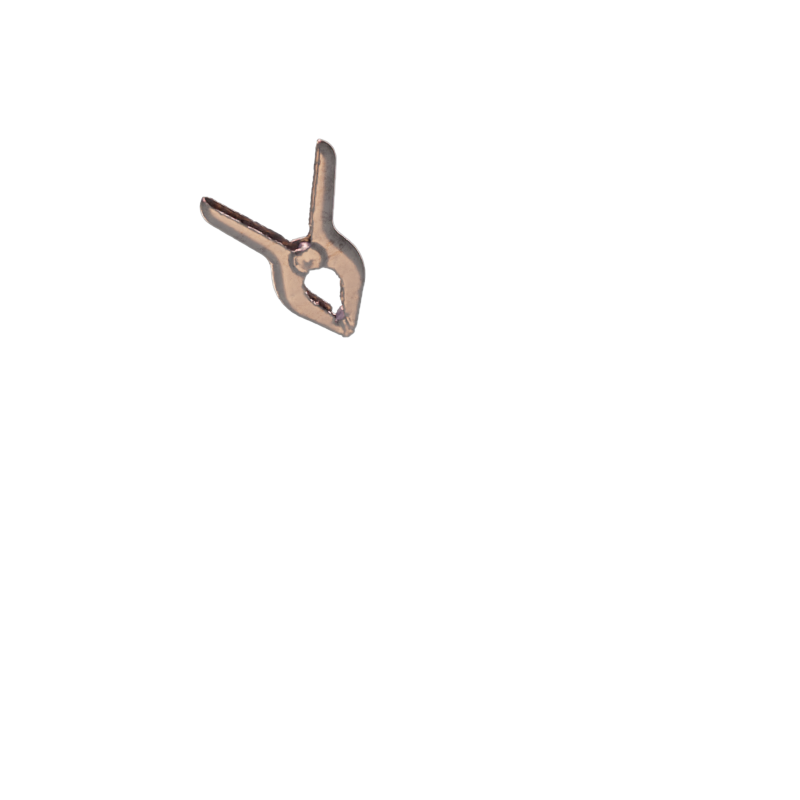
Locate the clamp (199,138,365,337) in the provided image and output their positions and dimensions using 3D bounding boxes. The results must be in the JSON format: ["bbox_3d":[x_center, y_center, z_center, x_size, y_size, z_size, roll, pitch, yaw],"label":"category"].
[{"bbox_3d":[-0.072,-0.132,0.926,0.120,0.162,0.042,-31,25,16],"label":"clamp"}]
